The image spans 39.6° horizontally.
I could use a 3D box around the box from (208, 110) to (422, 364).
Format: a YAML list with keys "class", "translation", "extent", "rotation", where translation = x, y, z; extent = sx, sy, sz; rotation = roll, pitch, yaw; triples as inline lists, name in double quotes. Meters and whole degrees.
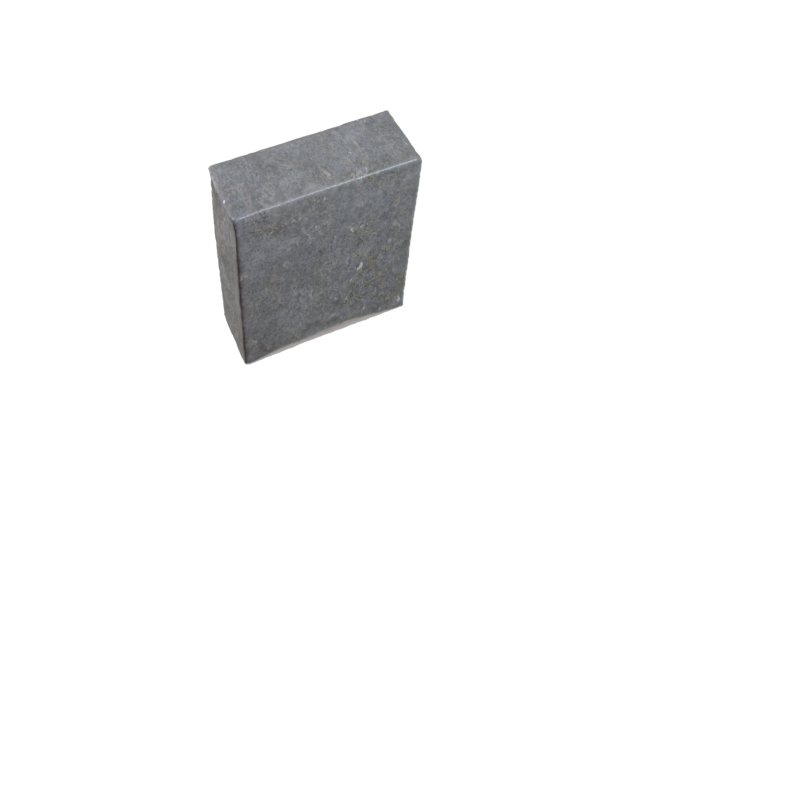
- class: "box"
  translation: [-0.075, -0.138, 0.964]
  extent: [0.163, 0.077, 0.200]
  rotation: [-21, -29, -16]
